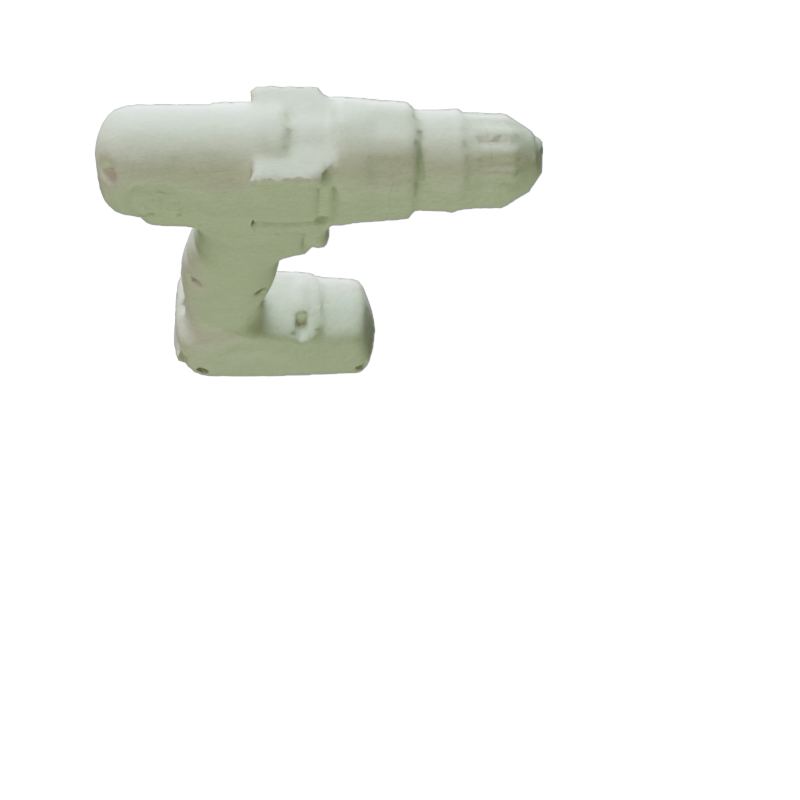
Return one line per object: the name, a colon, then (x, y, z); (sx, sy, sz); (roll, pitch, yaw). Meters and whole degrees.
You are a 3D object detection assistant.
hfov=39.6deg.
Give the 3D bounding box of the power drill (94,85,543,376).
power drill: (-0.041, -0.074, 0.518); (0.183, 0.061, 0.177); (2, -27, -4)
